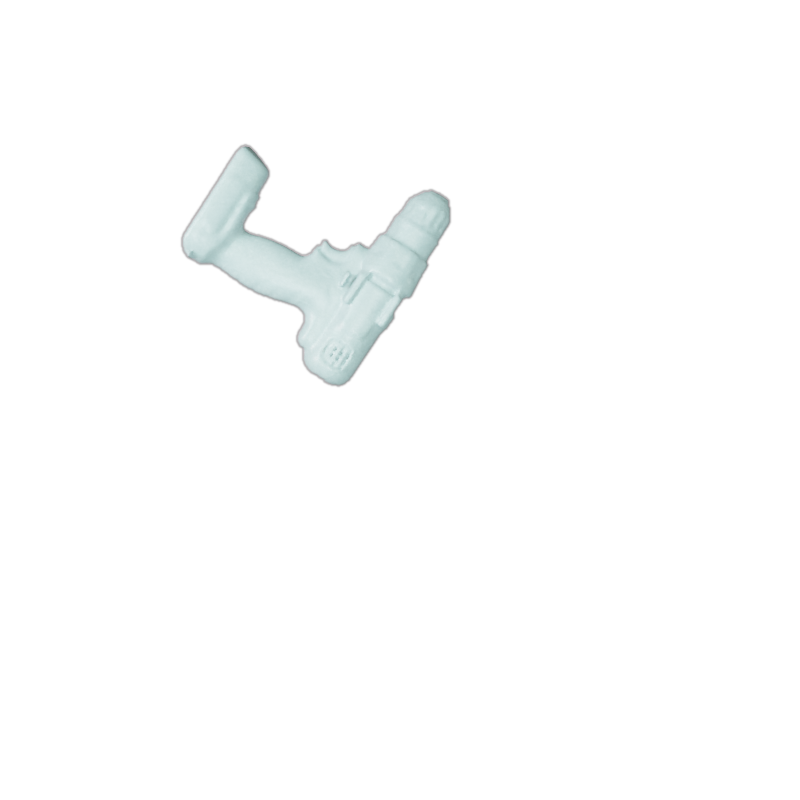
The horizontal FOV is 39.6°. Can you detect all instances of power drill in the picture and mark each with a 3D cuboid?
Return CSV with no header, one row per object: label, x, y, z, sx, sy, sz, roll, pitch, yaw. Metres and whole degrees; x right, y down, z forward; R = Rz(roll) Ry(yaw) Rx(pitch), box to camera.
power drill,-0.073,-0.133,0.931,0.189,0.186,0.057,33,-5,3
